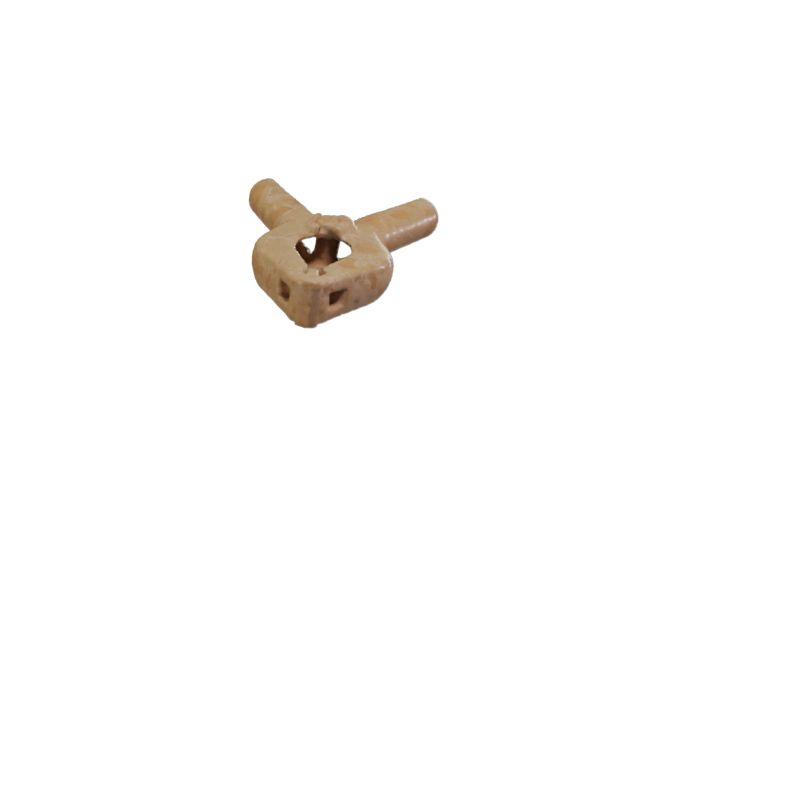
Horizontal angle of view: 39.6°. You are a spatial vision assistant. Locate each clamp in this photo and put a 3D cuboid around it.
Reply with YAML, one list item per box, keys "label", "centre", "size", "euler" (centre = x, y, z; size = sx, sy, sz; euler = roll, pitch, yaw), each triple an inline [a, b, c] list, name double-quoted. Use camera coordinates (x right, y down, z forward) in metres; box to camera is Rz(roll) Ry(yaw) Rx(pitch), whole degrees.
- label: "clamp"
  centre: [-0.051, -0.093, 0.648]
  size: [0.123, 0.037, 0.176]
  euler: [6, 25, 13]
